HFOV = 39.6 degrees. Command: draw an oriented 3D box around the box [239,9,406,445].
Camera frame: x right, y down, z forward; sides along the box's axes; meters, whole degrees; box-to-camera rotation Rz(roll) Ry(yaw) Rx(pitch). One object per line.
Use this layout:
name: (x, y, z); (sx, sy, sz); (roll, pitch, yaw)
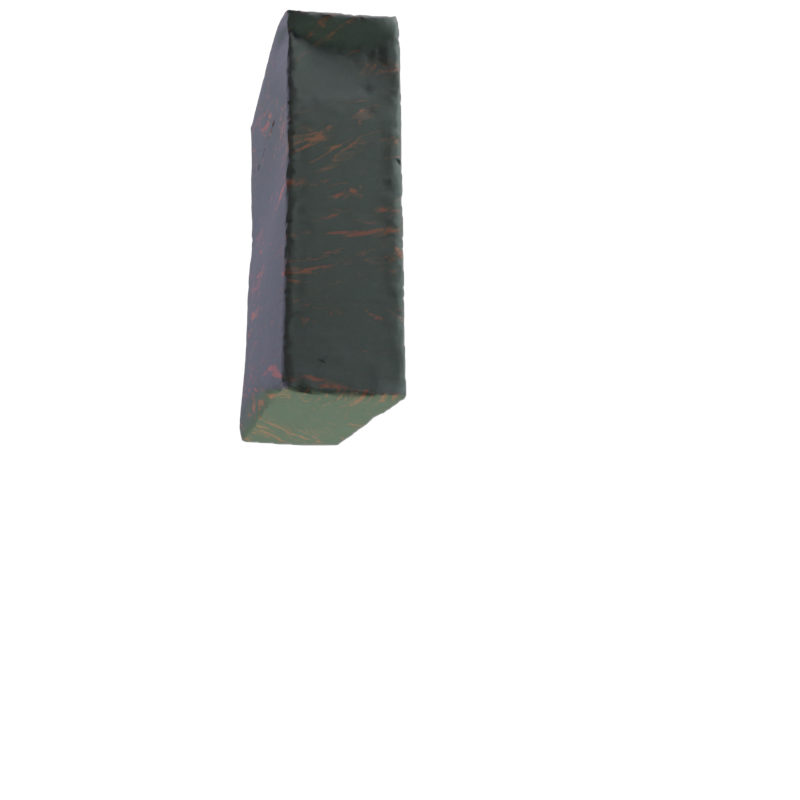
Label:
box: (-0.050, -0.092, 0.642); (0.071, 0.223, 0.161); (3, -16, -14)
